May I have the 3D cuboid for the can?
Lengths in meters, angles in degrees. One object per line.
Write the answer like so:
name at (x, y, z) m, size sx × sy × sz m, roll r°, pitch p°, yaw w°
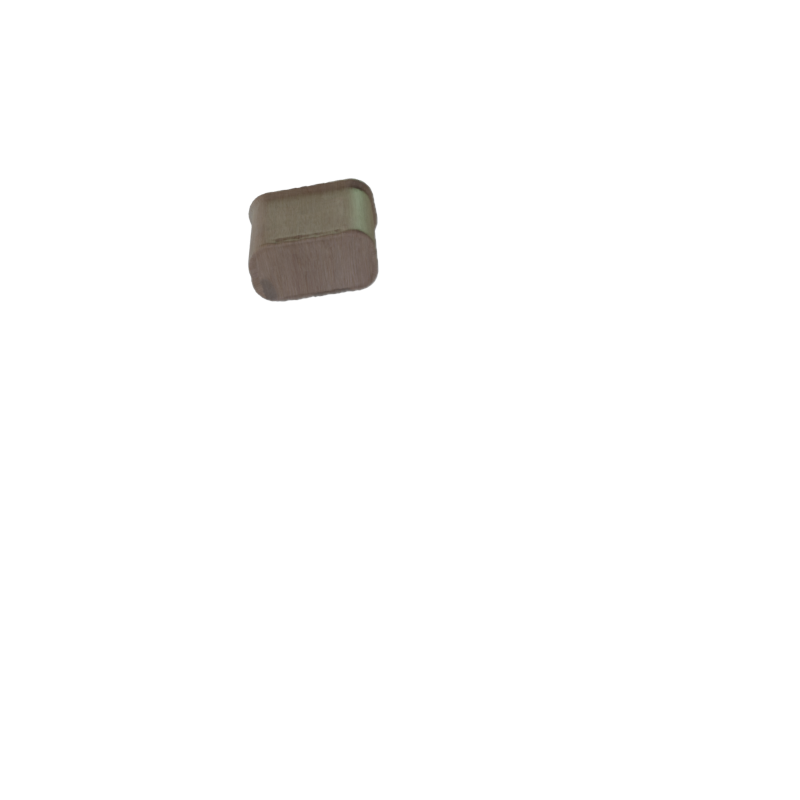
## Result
can at (-0.067, -0.123, 0.859) m, size 0.102 × 0.054 × 0.089 m, roll -9°, pitch 34°, yaw 4°
